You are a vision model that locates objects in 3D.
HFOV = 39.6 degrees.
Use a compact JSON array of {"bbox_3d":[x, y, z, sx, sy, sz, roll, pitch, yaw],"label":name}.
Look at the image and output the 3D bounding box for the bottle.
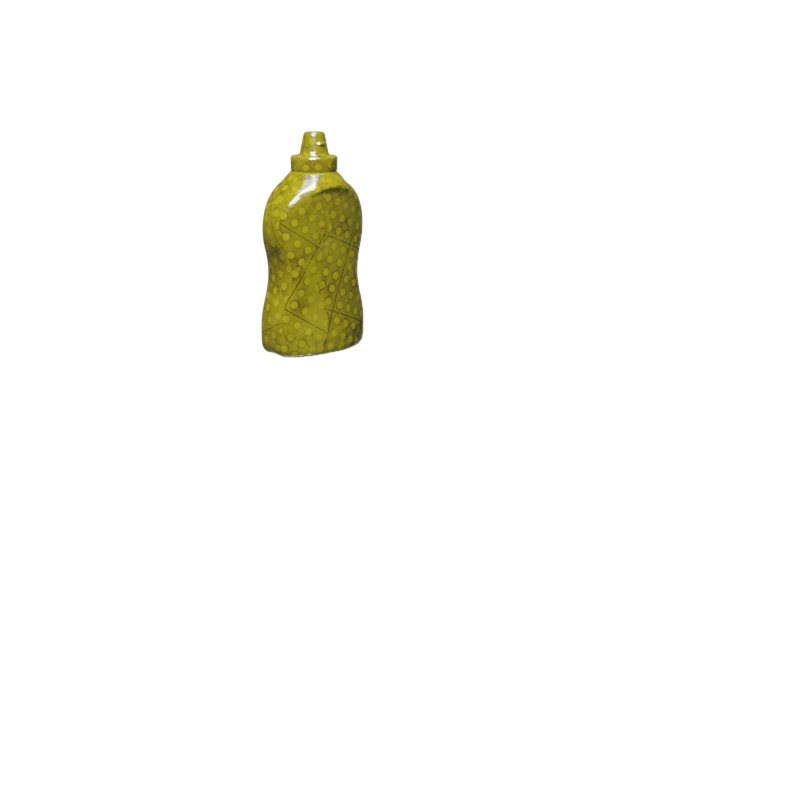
[{"bbox_3d":[-0.076,-0.138,0.969,0.093,0.187,0.061,-8,12,-39],"label":"bottle"}]
